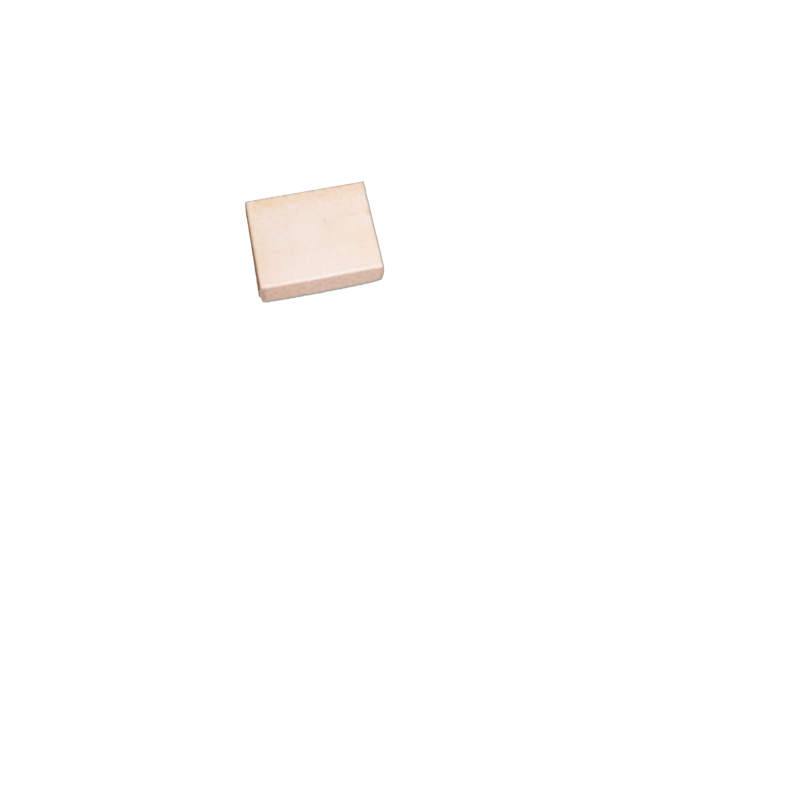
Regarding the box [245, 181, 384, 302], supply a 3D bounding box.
[{"bbox_3d":[-0.078,-0.142,0.998,0.113,0.095,0.037,-10,-24,-5],"label":"box"}]
